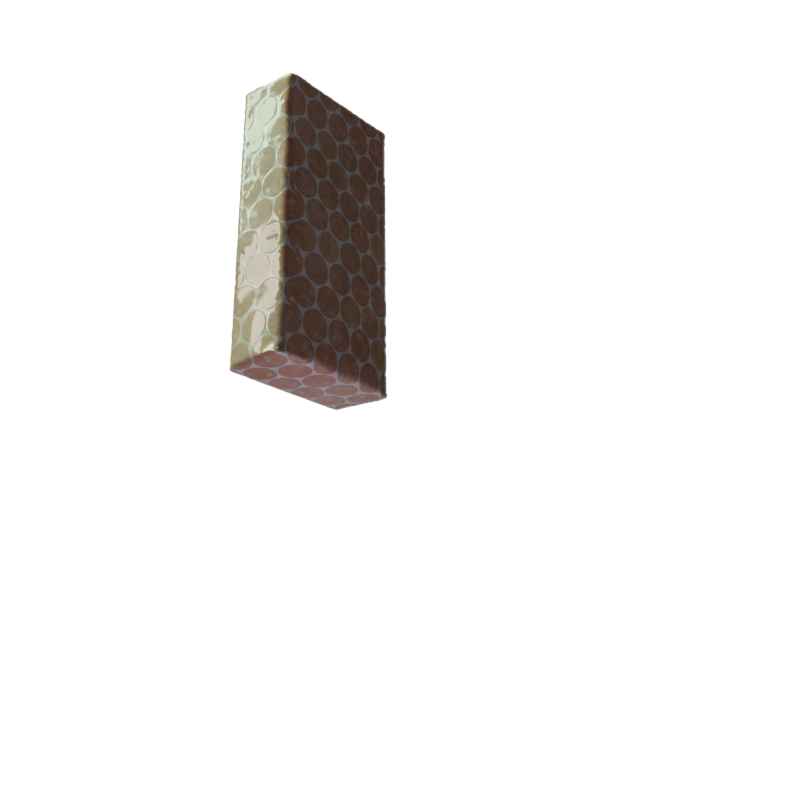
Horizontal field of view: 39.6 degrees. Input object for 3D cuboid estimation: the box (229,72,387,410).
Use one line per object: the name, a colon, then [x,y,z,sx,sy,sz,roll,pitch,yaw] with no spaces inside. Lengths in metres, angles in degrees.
box: [-0.051,-0.092,0.648,0.048,0.187,0.087,-21,-31,34]
